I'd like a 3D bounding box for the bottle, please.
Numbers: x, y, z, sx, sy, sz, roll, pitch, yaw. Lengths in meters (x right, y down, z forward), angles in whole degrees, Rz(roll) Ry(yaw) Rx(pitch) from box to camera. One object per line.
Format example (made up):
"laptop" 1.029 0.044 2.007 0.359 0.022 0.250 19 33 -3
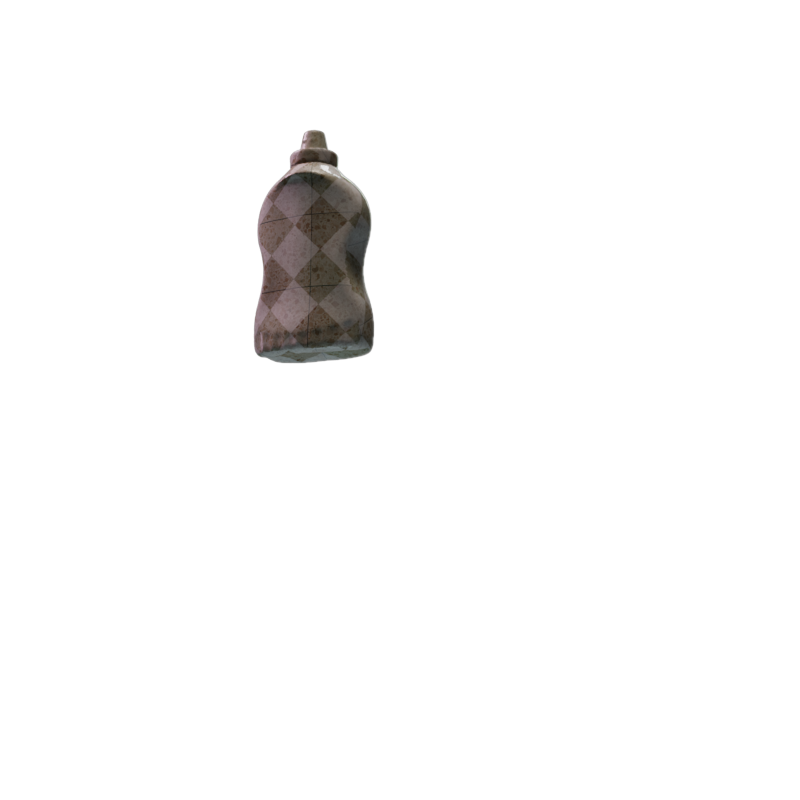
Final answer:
"bottle" -0.071 -0.130 0.909 0.098 0.199 0.055 -8 -17 26
